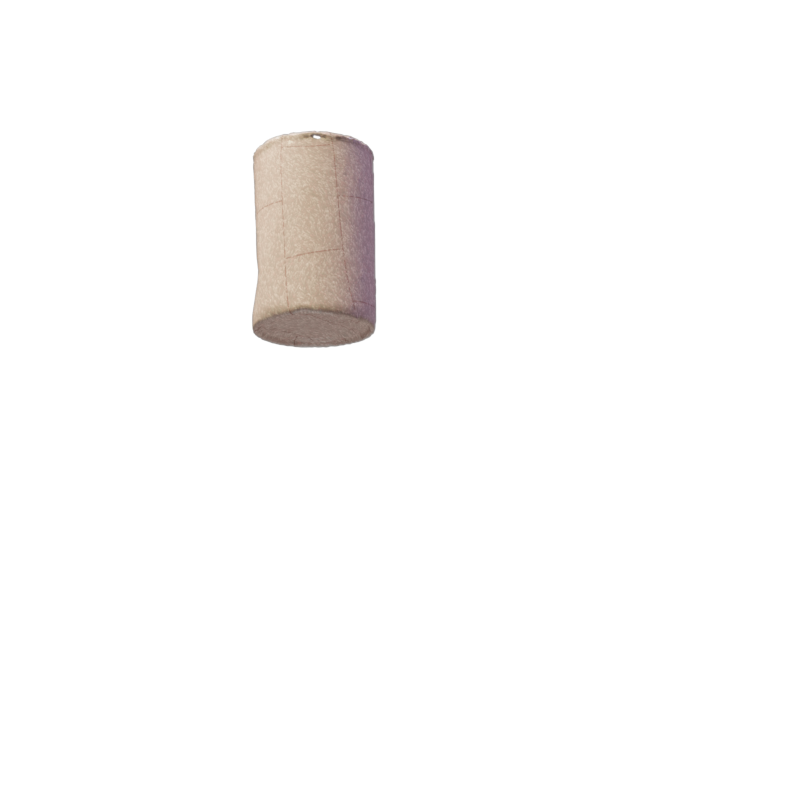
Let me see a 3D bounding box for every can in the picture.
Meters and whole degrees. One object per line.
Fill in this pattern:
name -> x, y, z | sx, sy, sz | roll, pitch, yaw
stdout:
can -> -0.047, -0.086, 0.603 | 0.068, 0.107, 0.066 | 0, -18, -2
